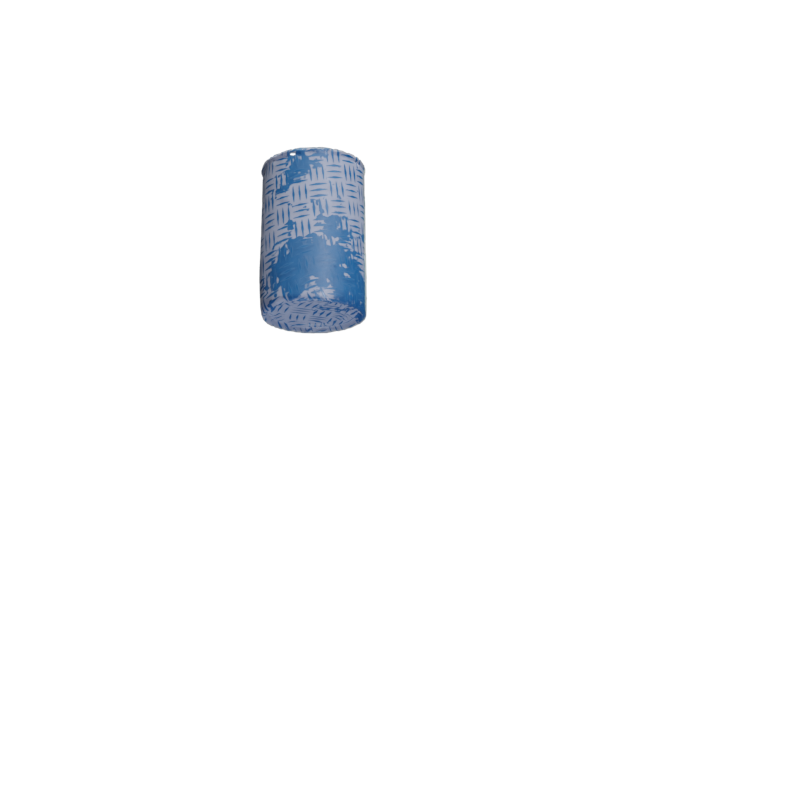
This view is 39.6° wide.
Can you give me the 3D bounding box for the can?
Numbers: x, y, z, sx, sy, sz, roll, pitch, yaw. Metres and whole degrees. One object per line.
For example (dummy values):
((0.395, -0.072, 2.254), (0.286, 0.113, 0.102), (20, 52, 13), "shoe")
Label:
((-0.055, -0.101, 0.706), (0.068, 0.107, 0.065), (0, -20, -2), "can")
